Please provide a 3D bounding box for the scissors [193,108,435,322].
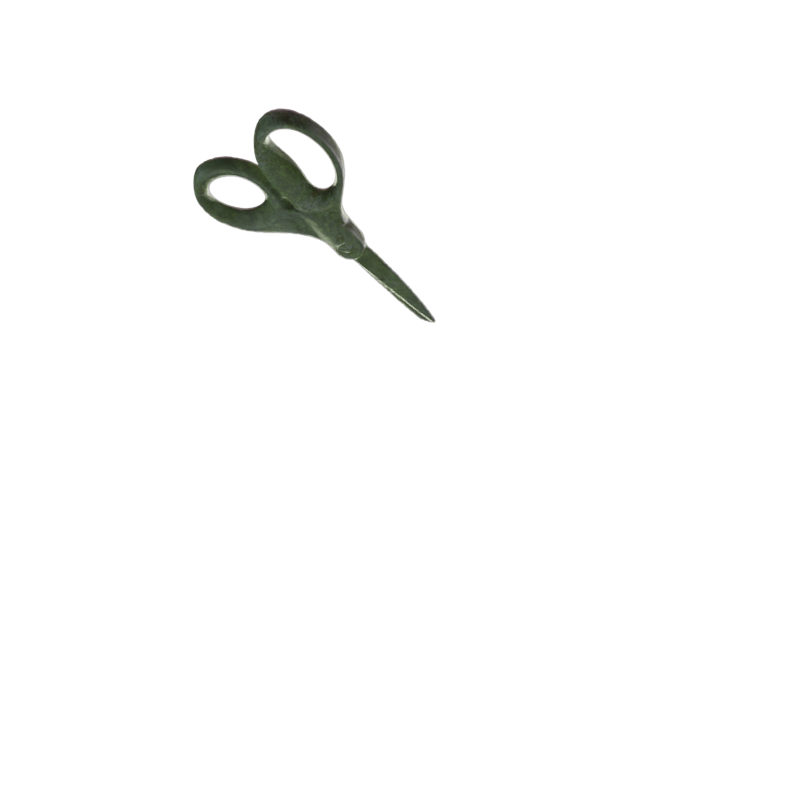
[{"bbox_3d":[-0.052,-0.095,0.664,0.097,0.017,0.186,-12,-39,15],"label":"scissors"}]
